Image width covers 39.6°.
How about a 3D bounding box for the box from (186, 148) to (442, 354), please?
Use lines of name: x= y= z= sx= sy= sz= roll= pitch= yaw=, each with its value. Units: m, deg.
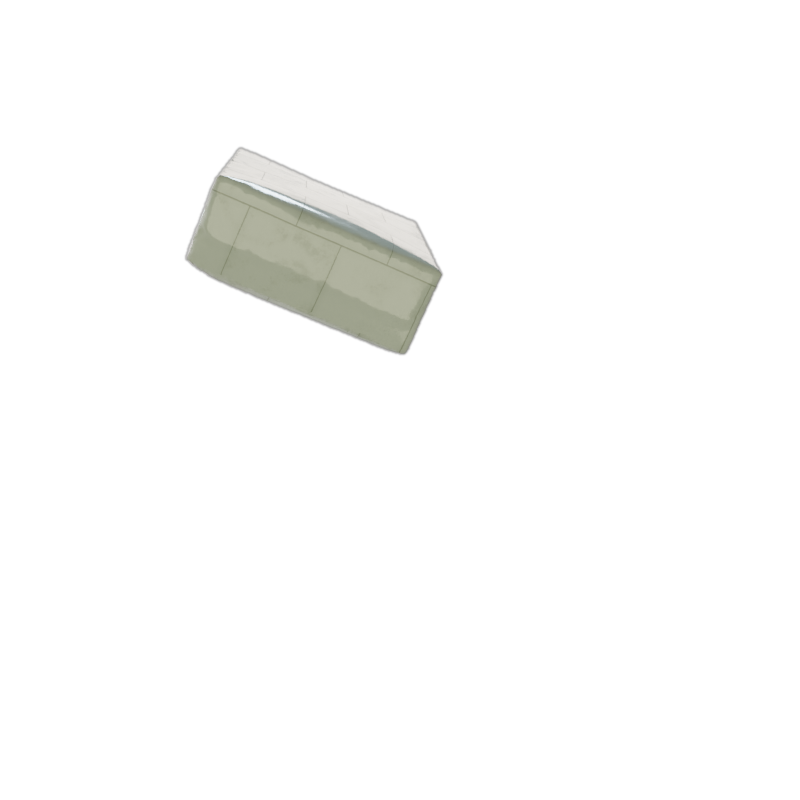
box: x=-0.065 y=-0.119 z=0.831 sx=0.162 sy=0.070 sz=0.221 roll=22 pitch=14 yaw=-8
